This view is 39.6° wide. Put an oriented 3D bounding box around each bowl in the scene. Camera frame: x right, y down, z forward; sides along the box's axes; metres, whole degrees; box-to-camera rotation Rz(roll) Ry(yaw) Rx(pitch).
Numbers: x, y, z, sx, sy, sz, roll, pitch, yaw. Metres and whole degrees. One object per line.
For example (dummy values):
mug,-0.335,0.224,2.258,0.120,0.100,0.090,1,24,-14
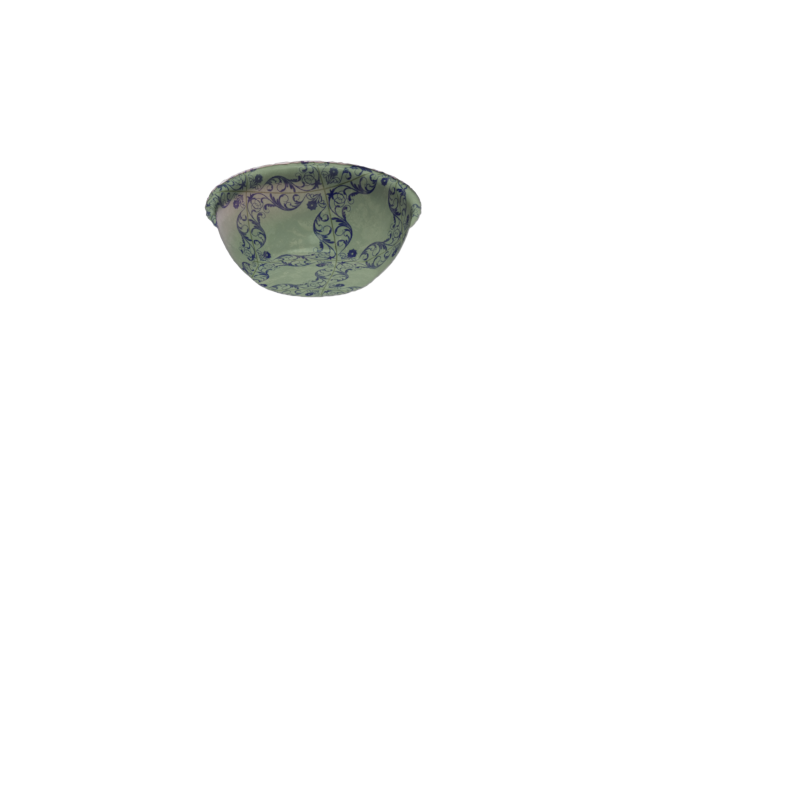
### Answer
bowl,-0.064,-0.117,0.818,0.162,0.058,0.155,0,-17,-2
